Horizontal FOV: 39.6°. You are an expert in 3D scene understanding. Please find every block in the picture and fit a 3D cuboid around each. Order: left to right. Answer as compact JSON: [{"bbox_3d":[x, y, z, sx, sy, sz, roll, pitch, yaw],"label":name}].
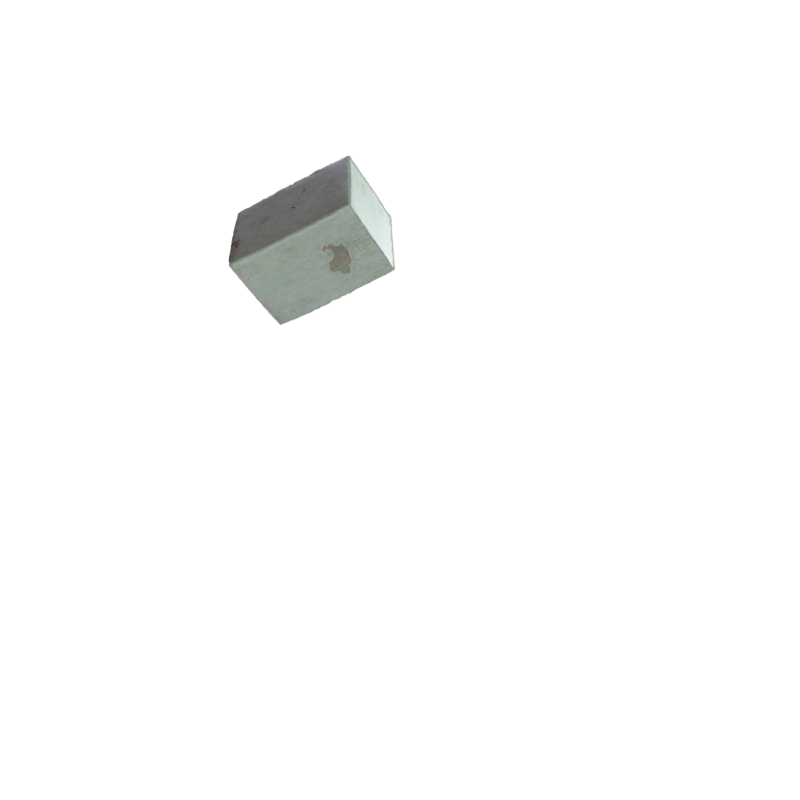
[{"bbox_3d":[-0.049,-0.089,0.622,0.078,0.049,0.055,-24,36,17],"label":"block"}]
